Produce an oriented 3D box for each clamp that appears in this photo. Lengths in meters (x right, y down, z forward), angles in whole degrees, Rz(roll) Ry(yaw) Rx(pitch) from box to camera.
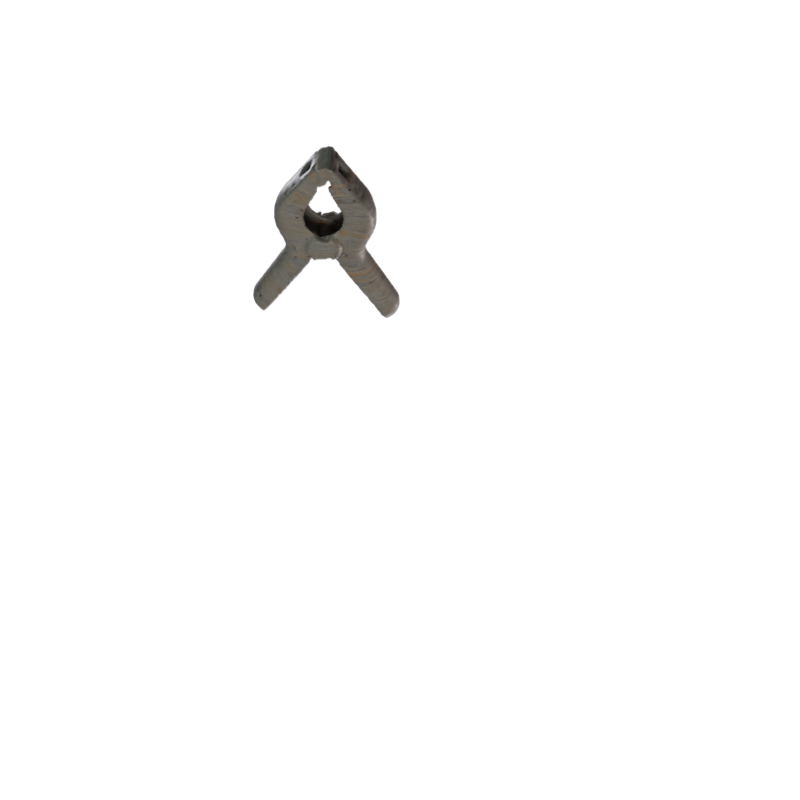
[{"bbox_3d":[-0.069,-0.125,0.875,0.121,0.042,0.159,-6,-45,5],"label":"clamp"}]
